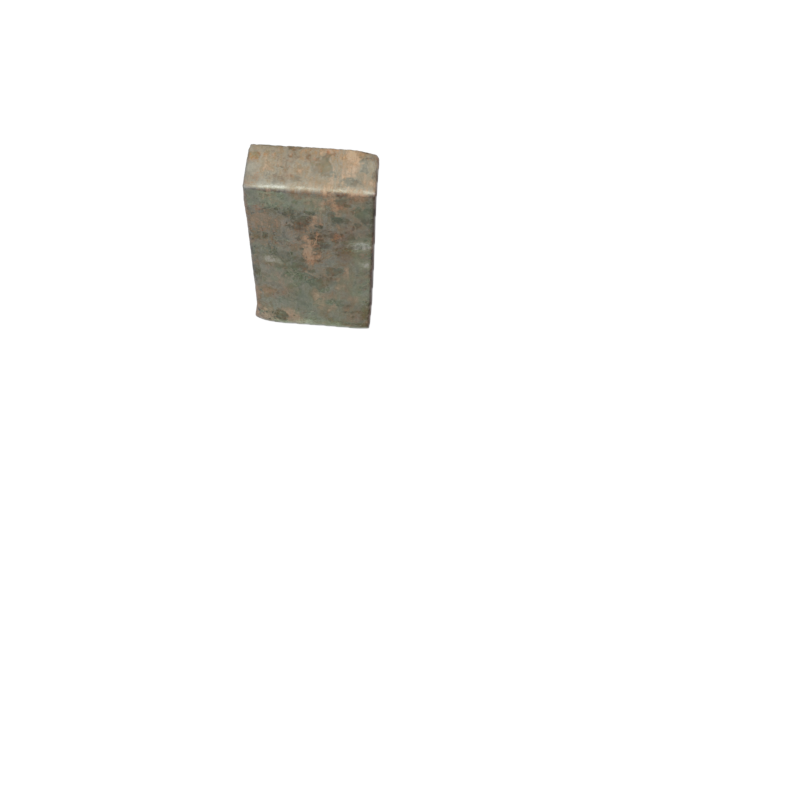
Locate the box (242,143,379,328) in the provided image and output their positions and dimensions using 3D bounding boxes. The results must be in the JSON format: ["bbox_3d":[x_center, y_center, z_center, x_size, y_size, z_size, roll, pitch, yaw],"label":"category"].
[{"bbox_3d":[-0.064,-0.118,0.825,0.094,0.051,0.165,6,-32,0],"label":"box"}]
